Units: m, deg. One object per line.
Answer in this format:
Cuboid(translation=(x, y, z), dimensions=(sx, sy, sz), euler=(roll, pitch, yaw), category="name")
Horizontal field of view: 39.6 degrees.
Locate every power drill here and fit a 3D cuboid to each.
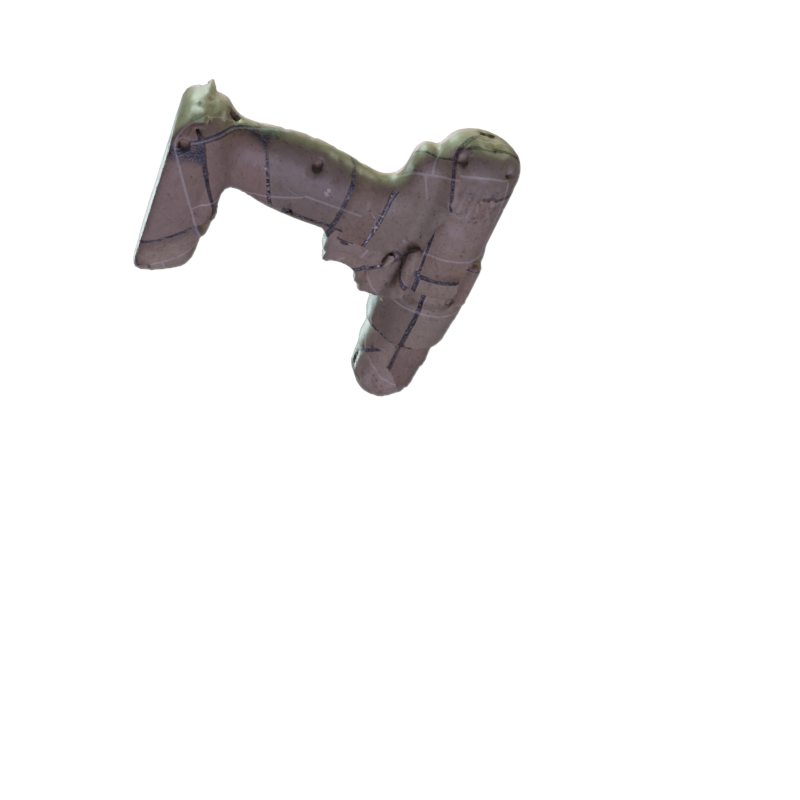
Cuboid(translation=(-0.048, -0.088, 0.618), dimensions=(0.184, 0.176, 0.061), euler=(15, 36, -12), category="power drill")
